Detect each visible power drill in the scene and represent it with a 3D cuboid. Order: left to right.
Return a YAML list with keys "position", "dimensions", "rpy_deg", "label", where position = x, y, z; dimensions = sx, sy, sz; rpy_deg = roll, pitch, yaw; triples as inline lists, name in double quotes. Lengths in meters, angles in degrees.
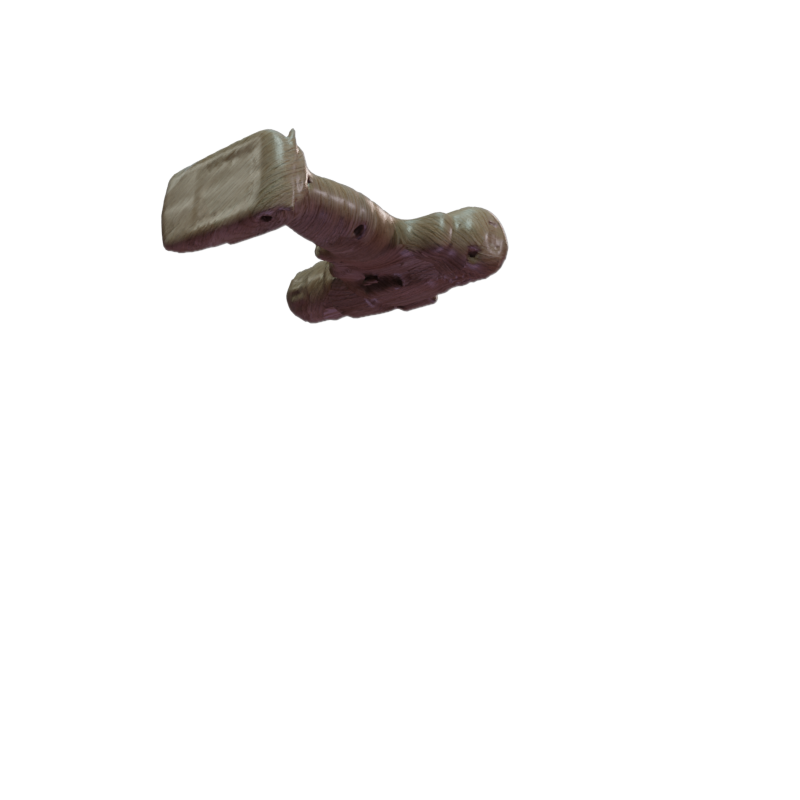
- position: [-0.055, -0.100, 0.702]
  dimensions: [0.187, 0.060, 0.177]
  rpy_deg: [-15, -22, 43]
  label: "power drill"
